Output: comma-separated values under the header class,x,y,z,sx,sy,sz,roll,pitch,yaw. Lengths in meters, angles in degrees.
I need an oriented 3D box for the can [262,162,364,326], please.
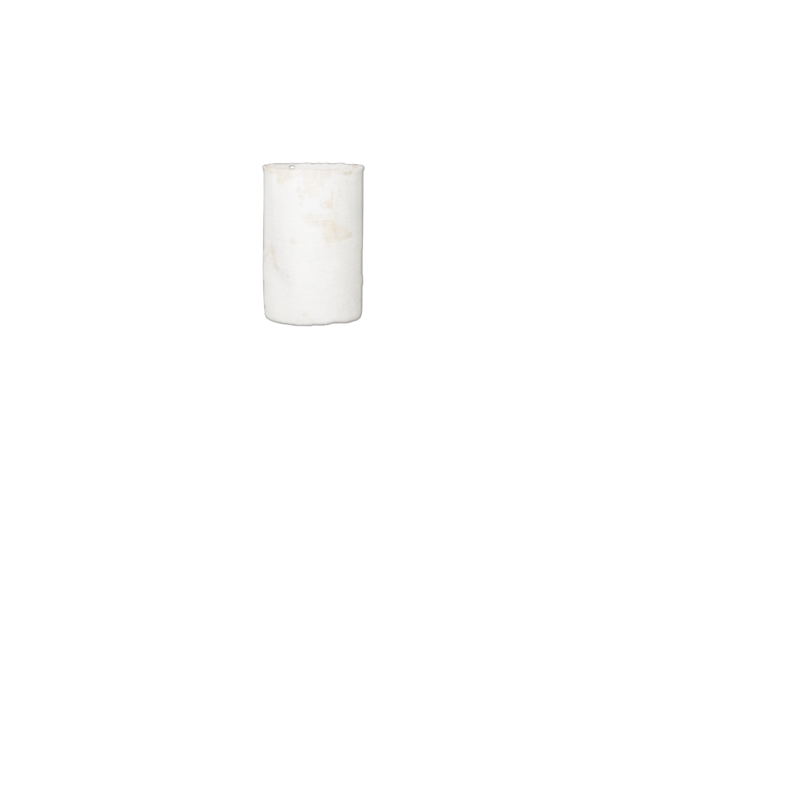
class,x,y,z,sx,sy,sz,roll,pitch,yaw
can,-0.058,-0.105,0.739,0.068,0.100,0.070,0,10,-2
